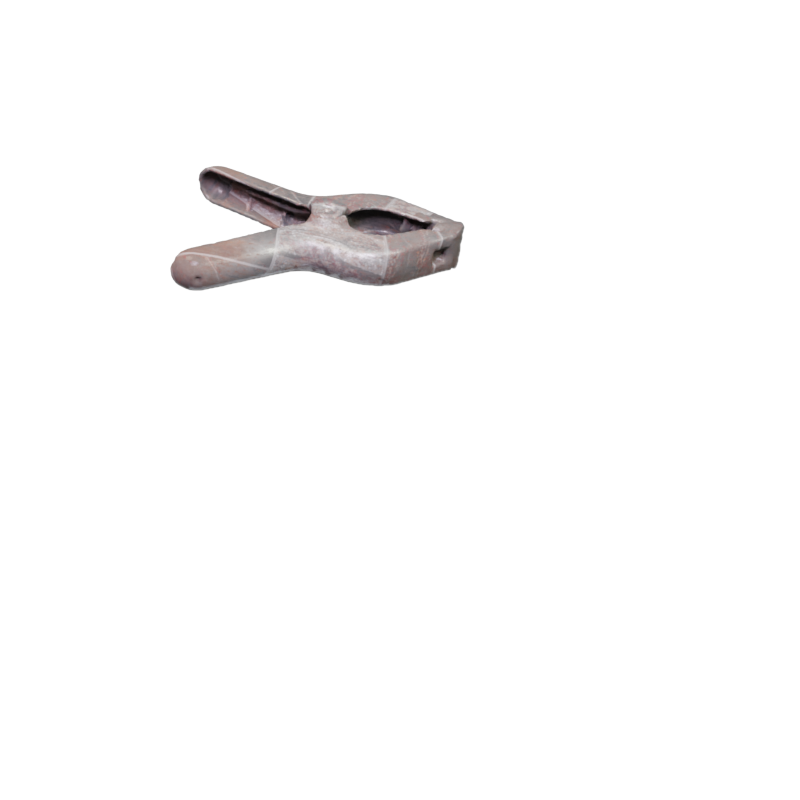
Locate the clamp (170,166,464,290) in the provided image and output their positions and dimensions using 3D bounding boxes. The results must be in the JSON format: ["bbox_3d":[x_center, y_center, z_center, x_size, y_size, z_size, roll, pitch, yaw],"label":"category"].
[{"bbox_3d":[-0.051,-0.093,0.653,0.174,0.037,0.127,8,42,8],"label":"clamp"}]
